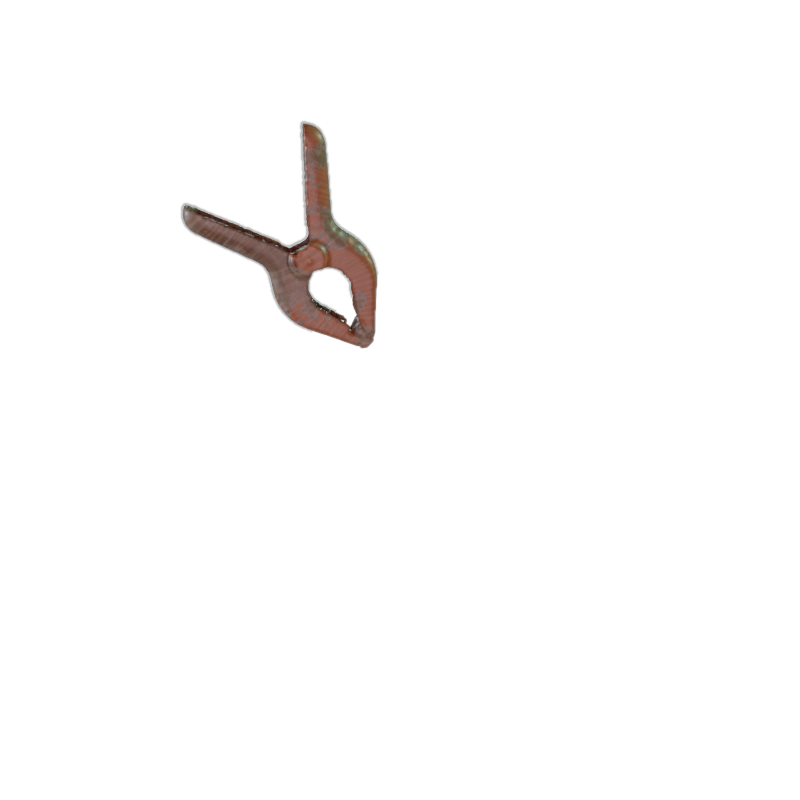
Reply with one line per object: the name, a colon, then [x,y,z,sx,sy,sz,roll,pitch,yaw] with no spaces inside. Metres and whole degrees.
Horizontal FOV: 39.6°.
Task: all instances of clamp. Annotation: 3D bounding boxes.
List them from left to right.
clamp: [-0.065,-0.118,0.827,0.119,0.166,0.041,-41,14,12]
